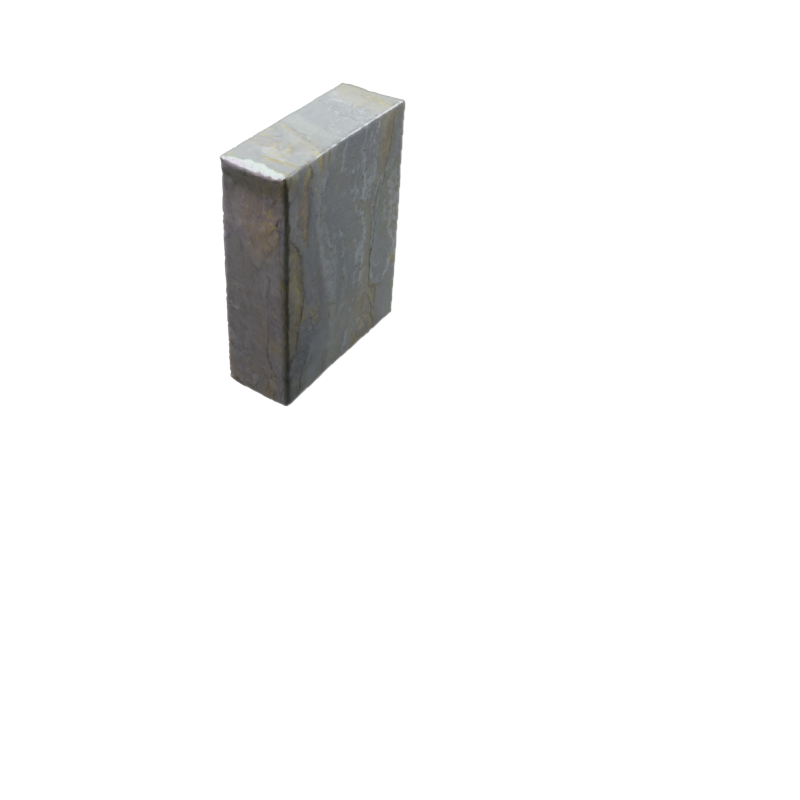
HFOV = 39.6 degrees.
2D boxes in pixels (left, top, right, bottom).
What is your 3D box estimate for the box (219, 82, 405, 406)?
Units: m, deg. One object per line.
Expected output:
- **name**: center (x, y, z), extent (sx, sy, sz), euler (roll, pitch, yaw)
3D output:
- **box**: center (-0.071, -0.129, 0.906), extent (0.075, 0.200, 0.167), euler (22, 41, 24)
